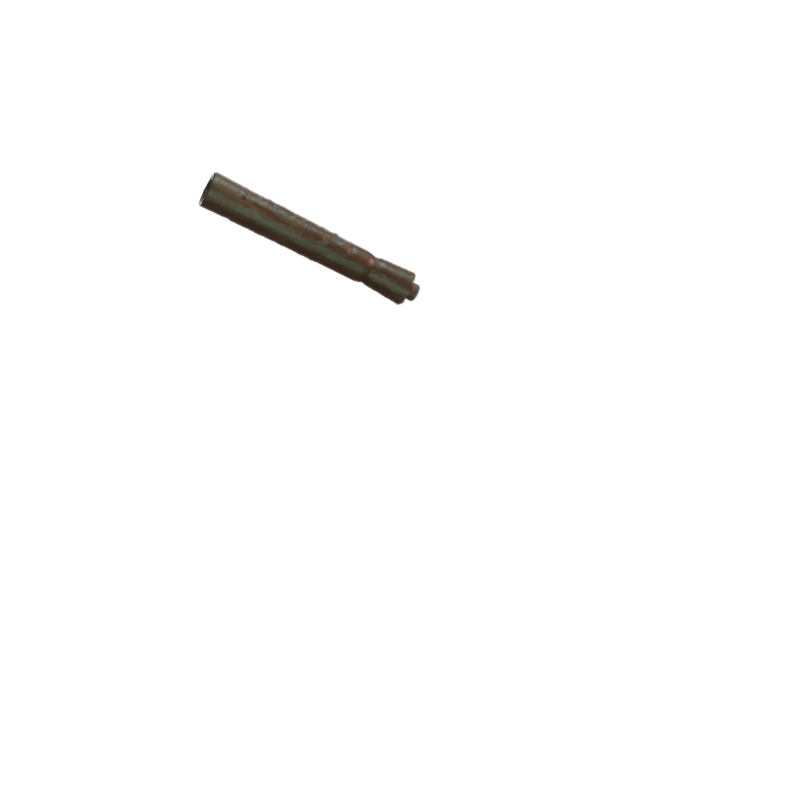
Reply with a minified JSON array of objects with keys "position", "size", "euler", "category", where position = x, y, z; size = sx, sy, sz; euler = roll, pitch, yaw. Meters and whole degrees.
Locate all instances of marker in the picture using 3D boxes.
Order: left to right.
[{"position":[-0.044,-0.080,0.561],"size":[0.118,0.020,0.020],"euler":[26,-3,-11],"category":"marker"}]
